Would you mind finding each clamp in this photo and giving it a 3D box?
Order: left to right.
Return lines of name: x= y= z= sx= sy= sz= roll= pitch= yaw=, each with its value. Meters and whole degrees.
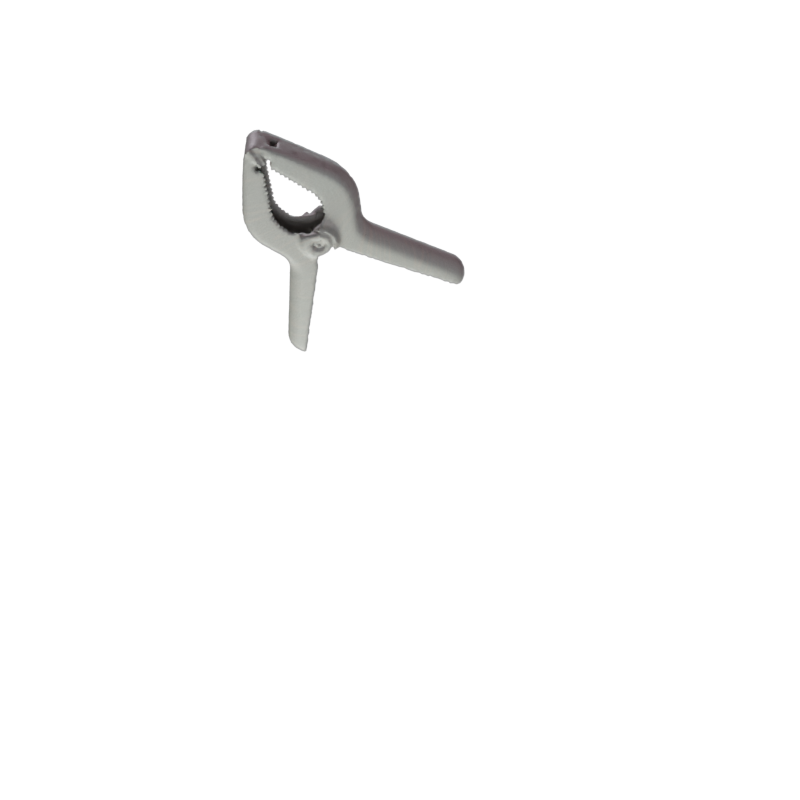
clamp: x=-0.070 y=-0.128 z=0.897 sx=0.164 sy=0.039 sz=0.196 roll=-30 pitch=-56 yaw=23
